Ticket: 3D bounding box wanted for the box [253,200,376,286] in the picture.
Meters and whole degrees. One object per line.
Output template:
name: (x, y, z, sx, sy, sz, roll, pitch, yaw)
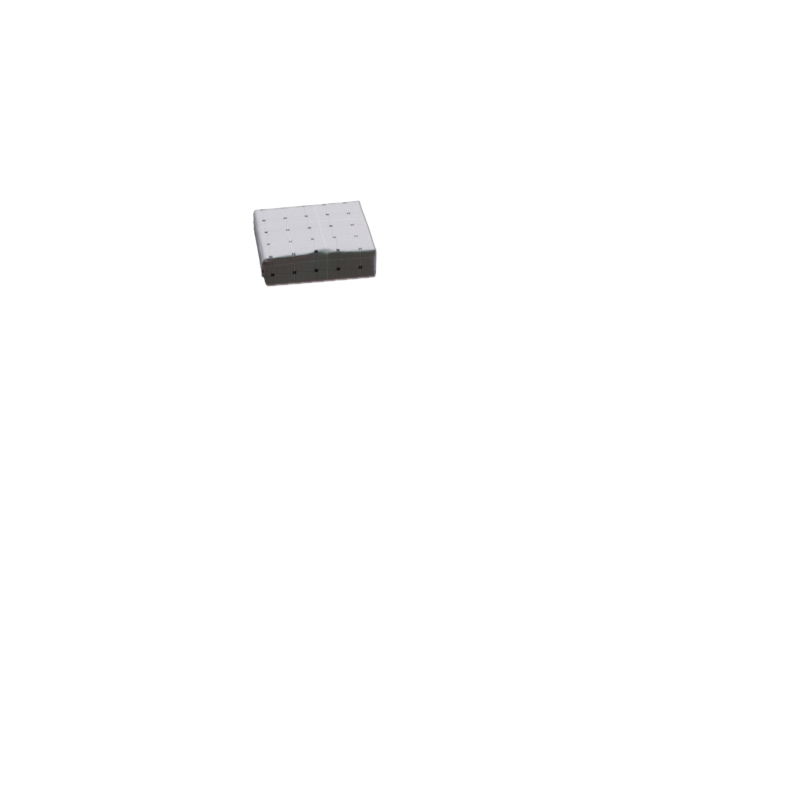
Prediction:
box: (-0.069, -0.125, 0.873, 0.088, 0.028, 0.079, -6, 39, -8)
